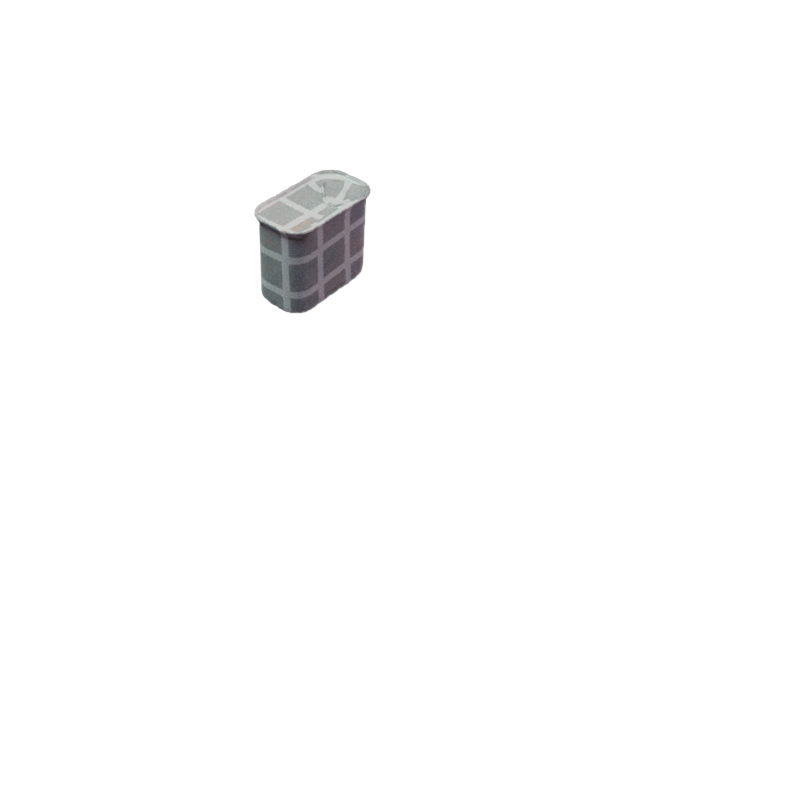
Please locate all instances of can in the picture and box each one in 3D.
[{"bbox_3d":[-0.073,-0.133,0.930,0.061,0.078,0.103,27,45,28],"label":"can"}]
